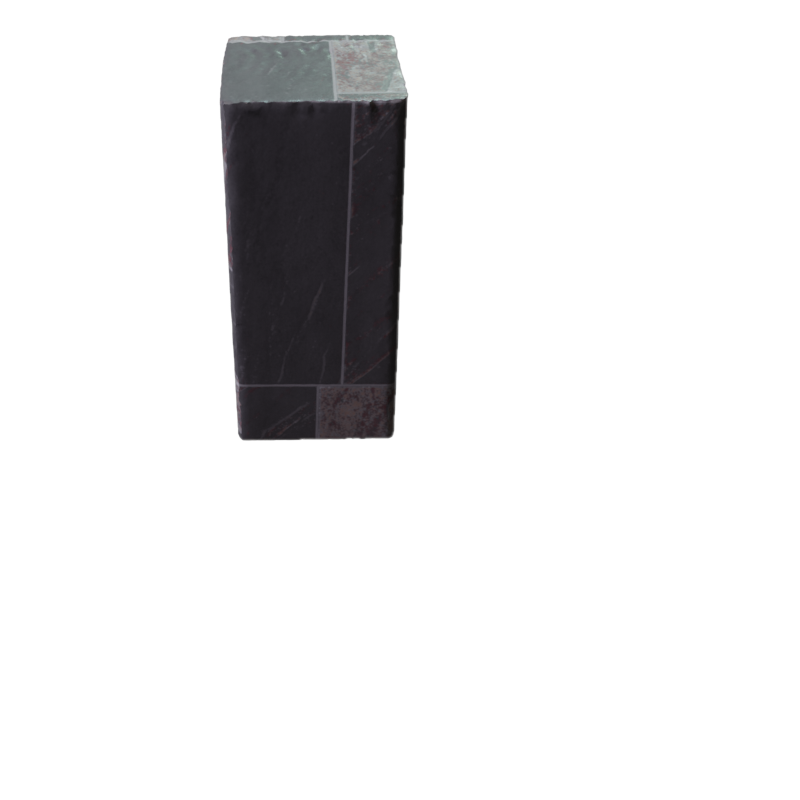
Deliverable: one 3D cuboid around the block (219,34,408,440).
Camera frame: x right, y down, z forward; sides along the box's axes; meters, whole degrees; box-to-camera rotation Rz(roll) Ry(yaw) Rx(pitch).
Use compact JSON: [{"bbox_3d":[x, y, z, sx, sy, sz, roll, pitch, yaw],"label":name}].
[{"bbox_3d":[-0.048,-0.086,0.605,0.090,0.193,0.096,0,34,-4],"label":"block"}]
